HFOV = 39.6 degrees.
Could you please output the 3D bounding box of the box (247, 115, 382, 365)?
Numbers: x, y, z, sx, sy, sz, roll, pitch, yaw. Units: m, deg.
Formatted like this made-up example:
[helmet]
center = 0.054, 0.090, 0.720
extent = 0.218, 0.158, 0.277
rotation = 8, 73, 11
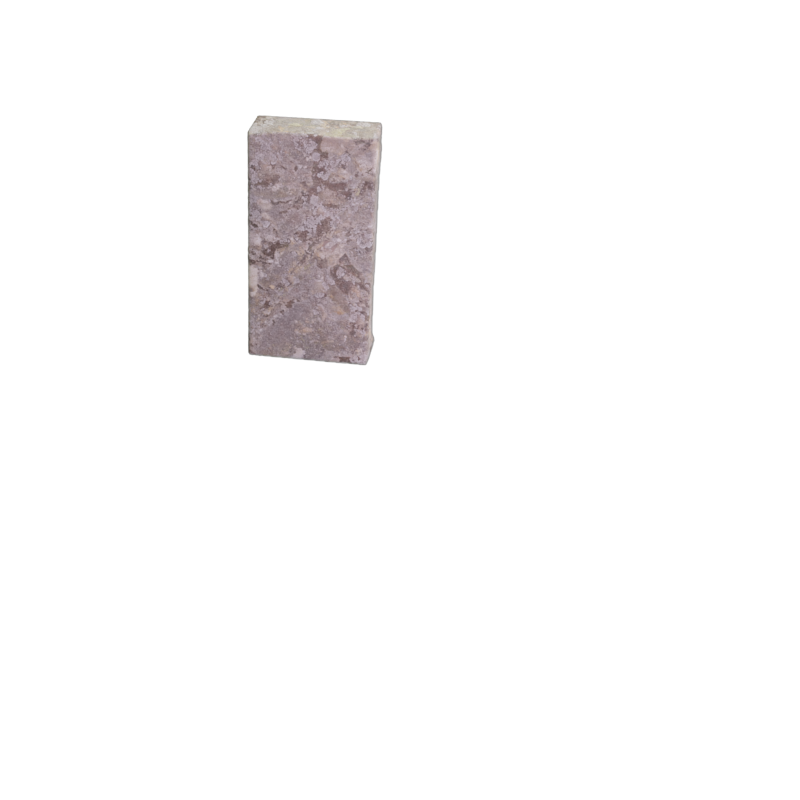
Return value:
[box]
center = -0.063, -0.115, 0.804
extent = 0.094, 0.167, 0.050
rotation = 5, 27, 6
